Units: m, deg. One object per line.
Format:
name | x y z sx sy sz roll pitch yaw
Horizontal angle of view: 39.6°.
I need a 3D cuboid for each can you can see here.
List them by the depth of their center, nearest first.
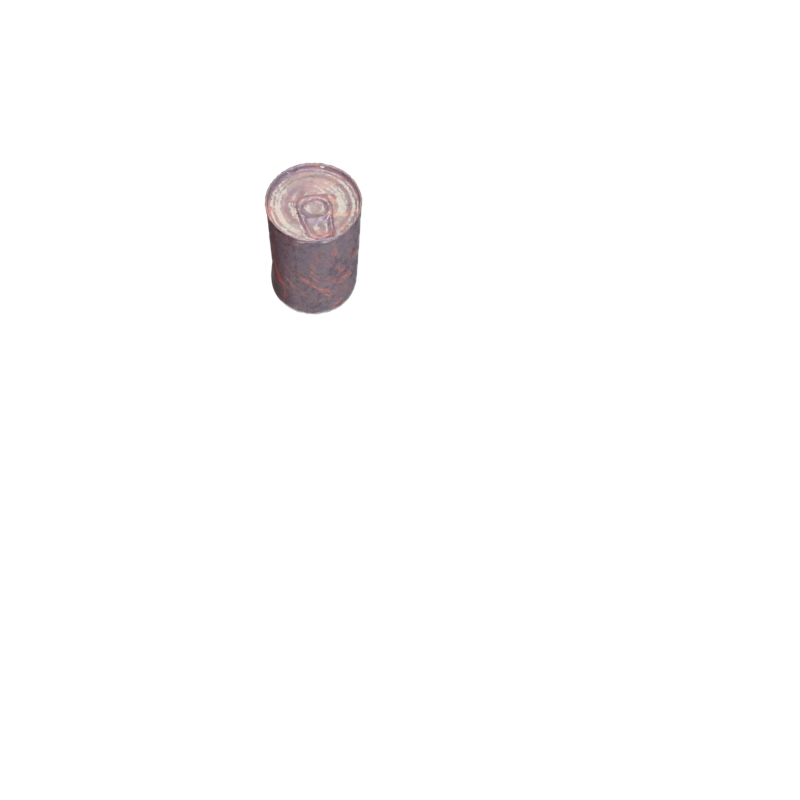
can | -0.064 -0.116 0.812 0.068 0.073 0.096 0 -30 -3
